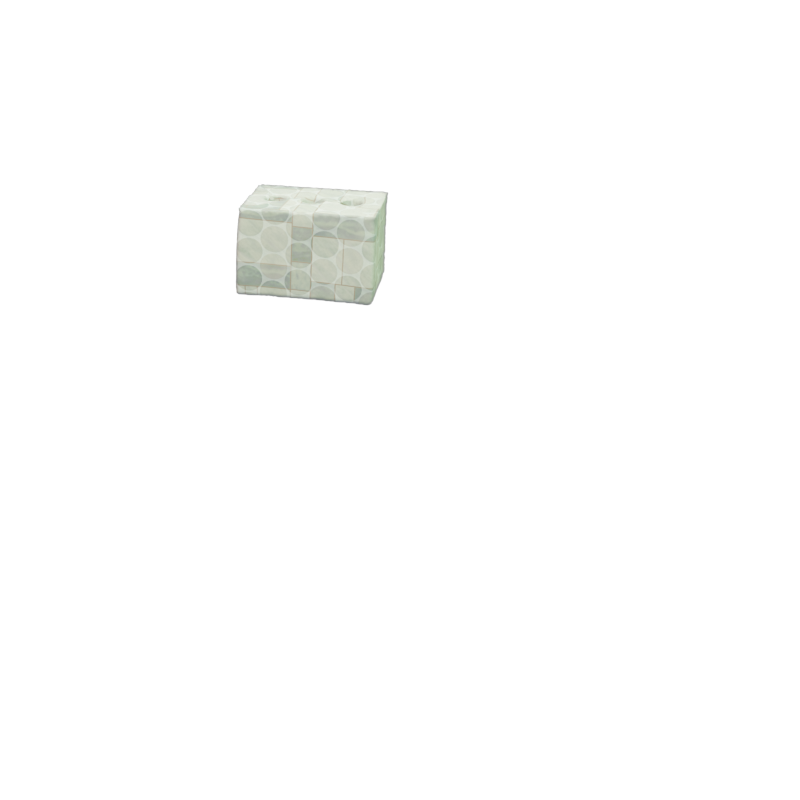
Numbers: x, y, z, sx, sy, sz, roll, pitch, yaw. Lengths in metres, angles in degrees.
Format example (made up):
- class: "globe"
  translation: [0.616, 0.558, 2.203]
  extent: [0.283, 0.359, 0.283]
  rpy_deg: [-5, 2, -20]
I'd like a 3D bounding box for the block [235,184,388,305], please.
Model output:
- class: "block"
  translation: [-0.049, -0.089, 0.625]
  extent: [0.079, 0.049, 0.055]
  rpy_deg: [5, 24, 9]
